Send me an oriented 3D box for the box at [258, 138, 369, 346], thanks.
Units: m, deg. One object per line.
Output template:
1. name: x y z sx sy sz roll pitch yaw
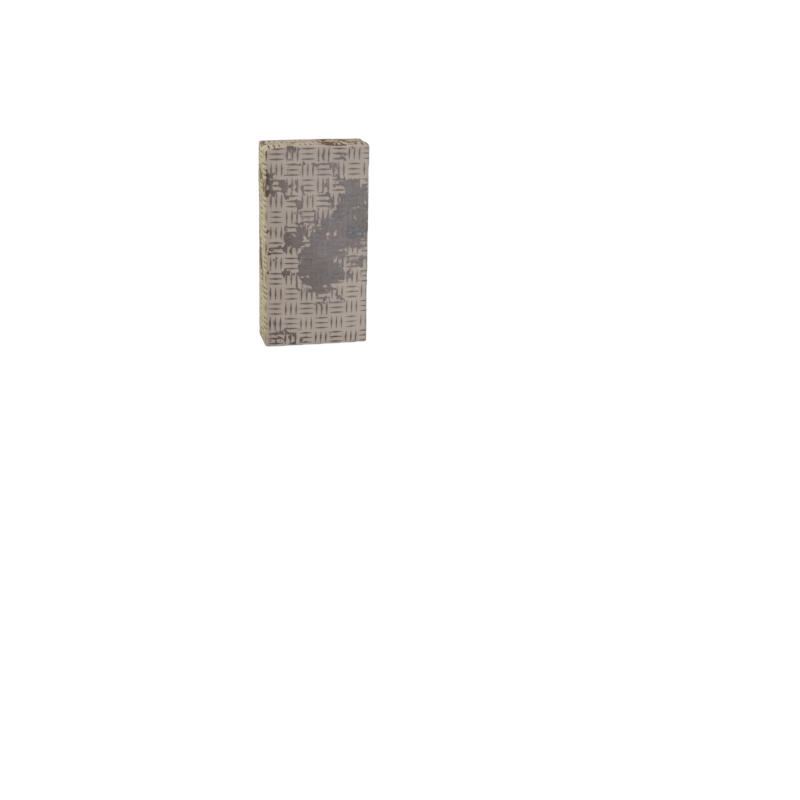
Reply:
1. box: -0.076 -0.138 0.967 0.092 0.170 0.050 -3 17 -12
